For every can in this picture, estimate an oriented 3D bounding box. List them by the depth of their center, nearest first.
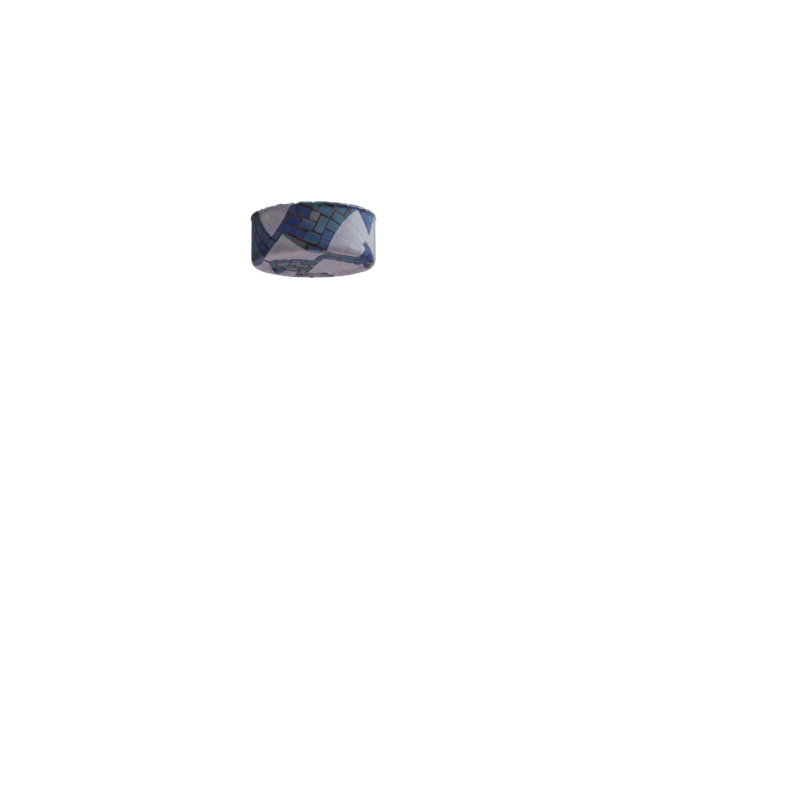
[{"bbox_3d":[-0.059,-0.107,0.751,0.086,0.034,0.084,0,-7,-2],"label":"can"}]
